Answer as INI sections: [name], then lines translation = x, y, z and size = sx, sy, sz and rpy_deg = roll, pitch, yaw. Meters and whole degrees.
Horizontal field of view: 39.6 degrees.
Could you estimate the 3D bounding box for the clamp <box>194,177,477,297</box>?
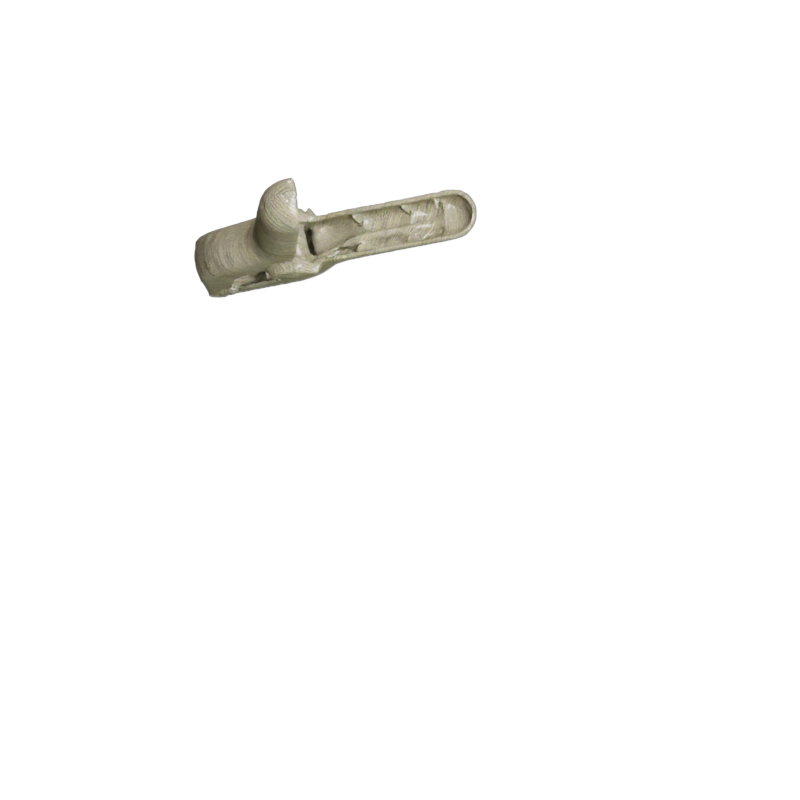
[clamp]
translation = -0.045, -0.083, 0.580
size = 0.116, 0.040, 0.174
rpy_deg = 2, -5, -29
